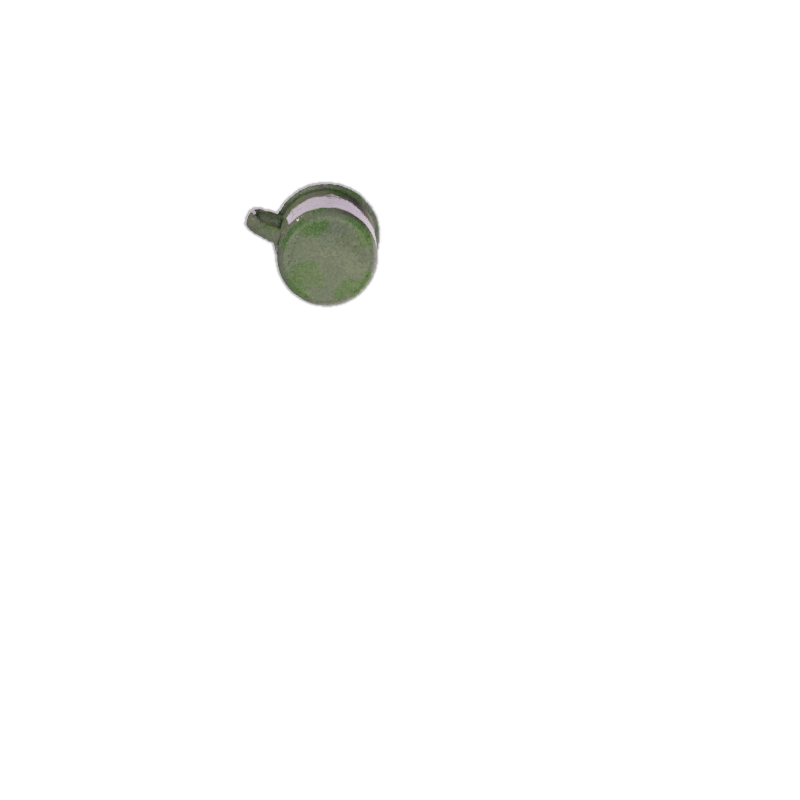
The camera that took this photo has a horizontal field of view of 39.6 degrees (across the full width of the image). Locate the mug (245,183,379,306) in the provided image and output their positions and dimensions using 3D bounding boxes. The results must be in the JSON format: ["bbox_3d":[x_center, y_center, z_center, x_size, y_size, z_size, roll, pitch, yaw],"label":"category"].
[{"bbox_3d":[-0.072,-0.131,0.920,0.115,0.091,0.085,22,16,-8],"label":"mug"}]
